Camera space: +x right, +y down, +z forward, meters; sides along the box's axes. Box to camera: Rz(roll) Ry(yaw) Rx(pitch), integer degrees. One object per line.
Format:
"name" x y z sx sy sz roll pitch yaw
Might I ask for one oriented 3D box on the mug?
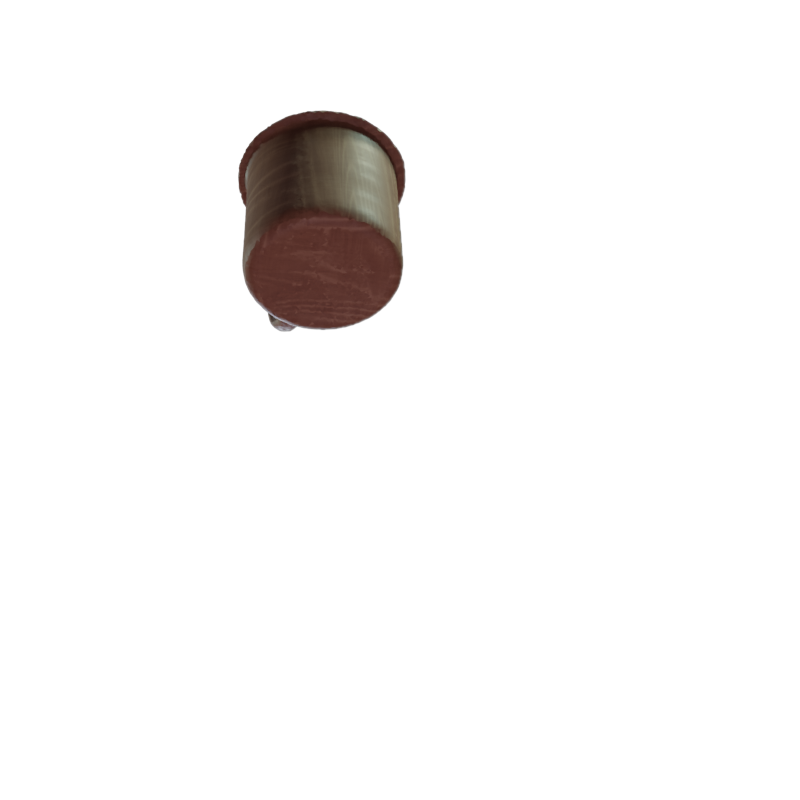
"mug" -0.046 -0.084 0.591 0.090 0.087 0.113 18 -49 -19
